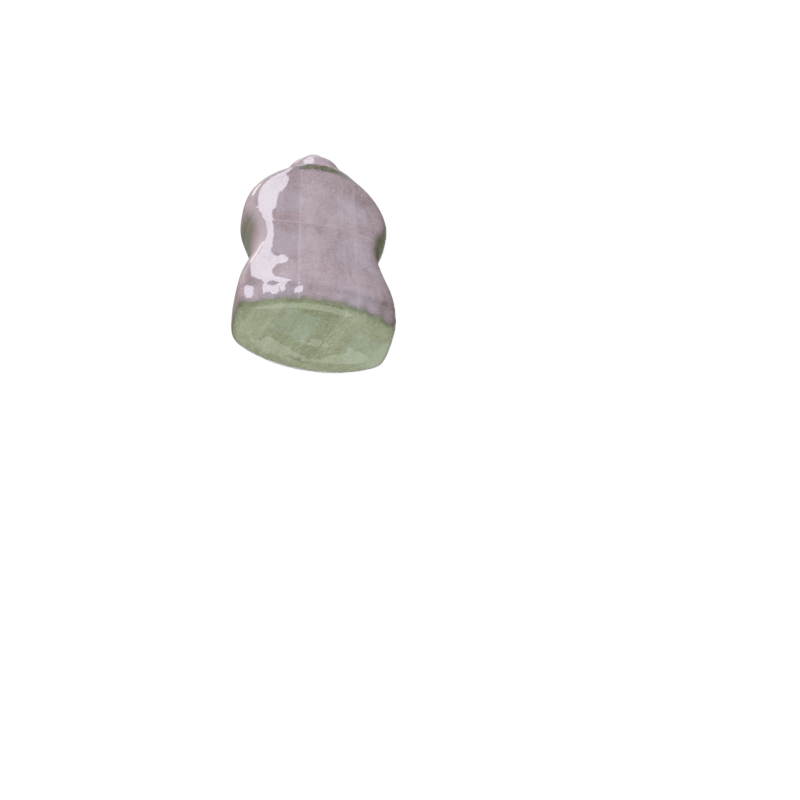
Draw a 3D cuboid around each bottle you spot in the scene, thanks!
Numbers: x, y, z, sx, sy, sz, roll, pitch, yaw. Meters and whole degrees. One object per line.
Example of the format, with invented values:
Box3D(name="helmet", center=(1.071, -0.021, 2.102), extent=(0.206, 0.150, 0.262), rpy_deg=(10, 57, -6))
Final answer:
Box3D(name="bottle", center=(-0.057, -0.103, 0.721), extent=(0.095, 0.055, 0.206), rpy_deg=(7, 40, -9))
